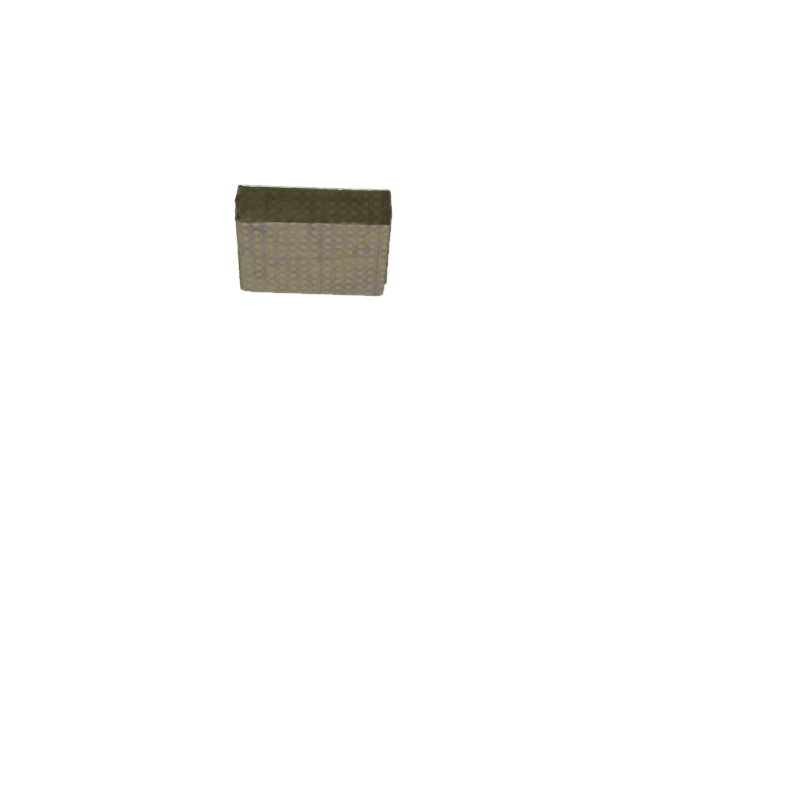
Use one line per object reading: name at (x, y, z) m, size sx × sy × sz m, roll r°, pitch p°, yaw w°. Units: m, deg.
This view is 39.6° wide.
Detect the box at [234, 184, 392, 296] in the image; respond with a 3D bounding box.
box at (-0.064, -0.117, 0.819) m, size 0.113 × 0.042 × 0.084 m, roll 1°, pitch -33°, yaw -2°
